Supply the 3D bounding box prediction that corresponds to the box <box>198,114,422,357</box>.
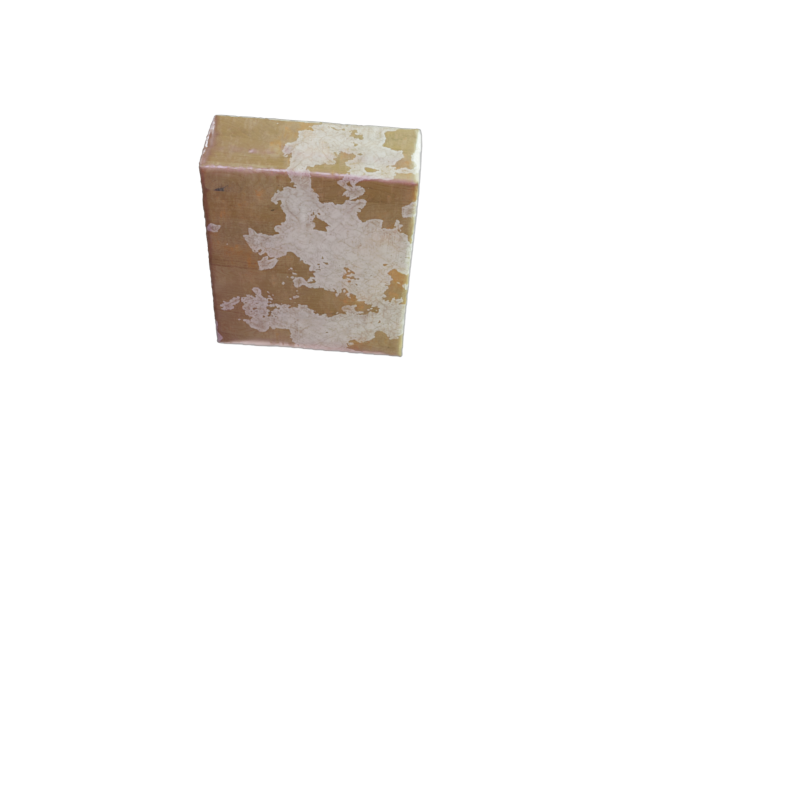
[{"bbox_3d":[-0.071,-0.129,0.901,0.165,0.077,0.199,6,-38,2],"label":"box"}]
